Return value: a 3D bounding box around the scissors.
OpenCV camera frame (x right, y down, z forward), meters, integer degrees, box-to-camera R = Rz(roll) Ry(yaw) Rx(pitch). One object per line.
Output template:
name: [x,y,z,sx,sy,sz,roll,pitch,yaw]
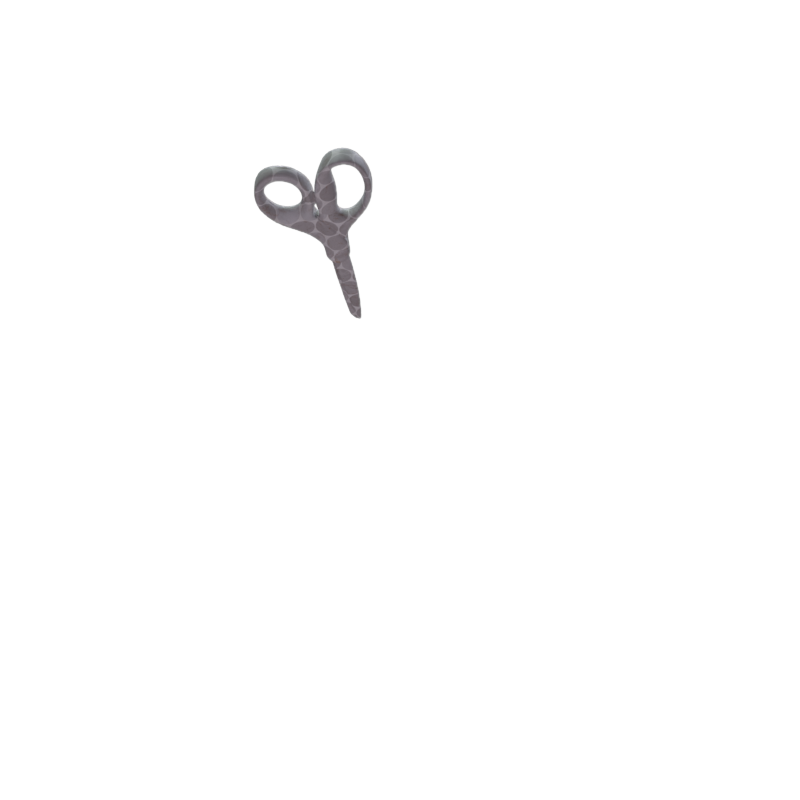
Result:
scissors: [-0.068,-0.123,0.863,0.095,0.017,0.190,4,-34,-6]
